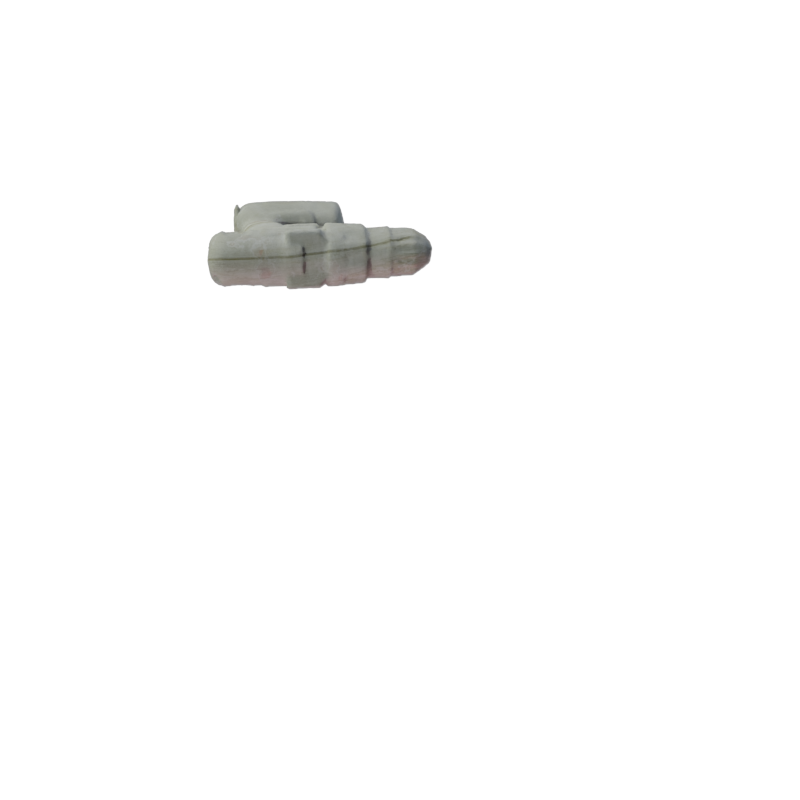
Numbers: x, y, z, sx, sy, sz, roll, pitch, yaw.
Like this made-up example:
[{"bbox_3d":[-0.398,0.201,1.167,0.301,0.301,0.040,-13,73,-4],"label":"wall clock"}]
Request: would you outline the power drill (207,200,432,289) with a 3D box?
[{"bbox_3d":[-0.077,-0.140,0.979,0.183,0.056,0.194,-2,14,-7],"label":"power drill"}]
